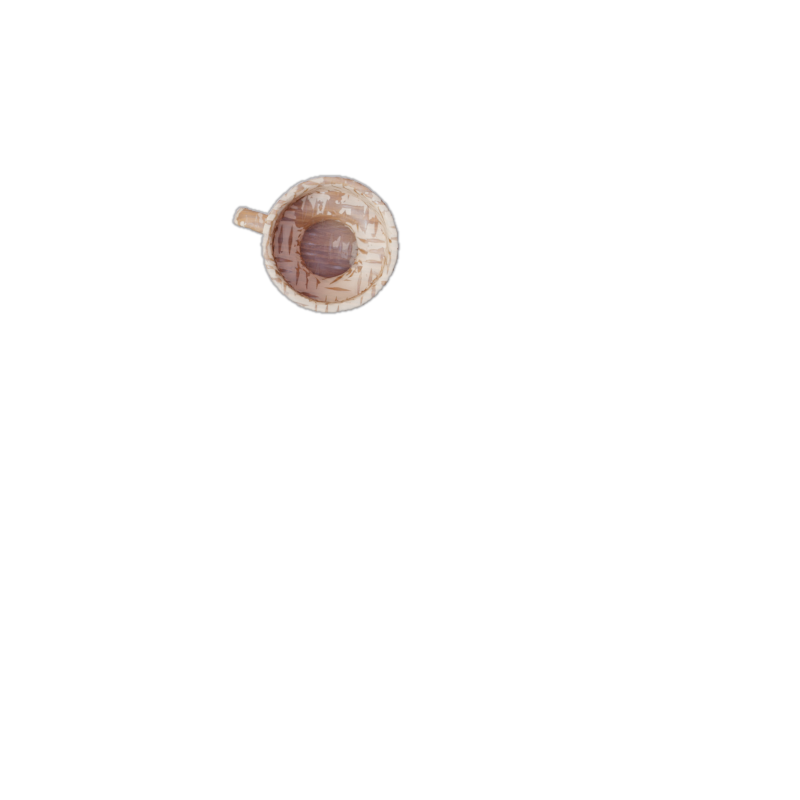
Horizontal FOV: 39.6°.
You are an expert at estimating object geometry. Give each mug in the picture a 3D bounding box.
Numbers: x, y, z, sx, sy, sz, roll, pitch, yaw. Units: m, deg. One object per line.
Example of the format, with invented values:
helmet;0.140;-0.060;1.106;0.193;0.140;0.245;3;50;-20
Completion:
mug;-0.062;-0.112;0.788;0.117;0.093;0.082;15;1;-2
